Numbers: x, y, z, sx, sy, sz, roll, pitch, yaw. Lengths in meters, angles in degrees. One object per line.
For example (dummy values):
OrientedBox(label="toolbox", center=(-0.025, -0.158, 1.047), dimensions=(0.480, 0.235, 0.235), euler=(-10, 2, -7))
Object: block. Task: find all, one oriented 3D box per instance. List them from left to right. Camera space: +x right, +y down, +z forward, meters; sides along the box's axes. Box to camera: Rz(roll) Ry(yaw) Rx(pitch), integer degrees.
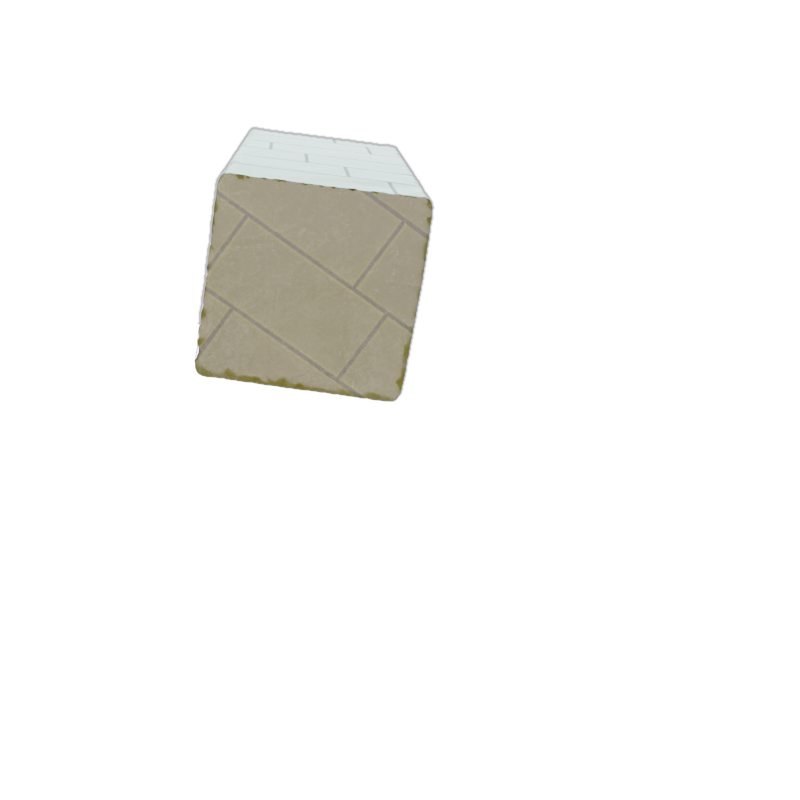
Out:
OrientedBox(label="block", center=(-0.044, -0.079, 0.559), dimensions=(0.090, 0.087, 0.214), euler=(7, 17, -6))
